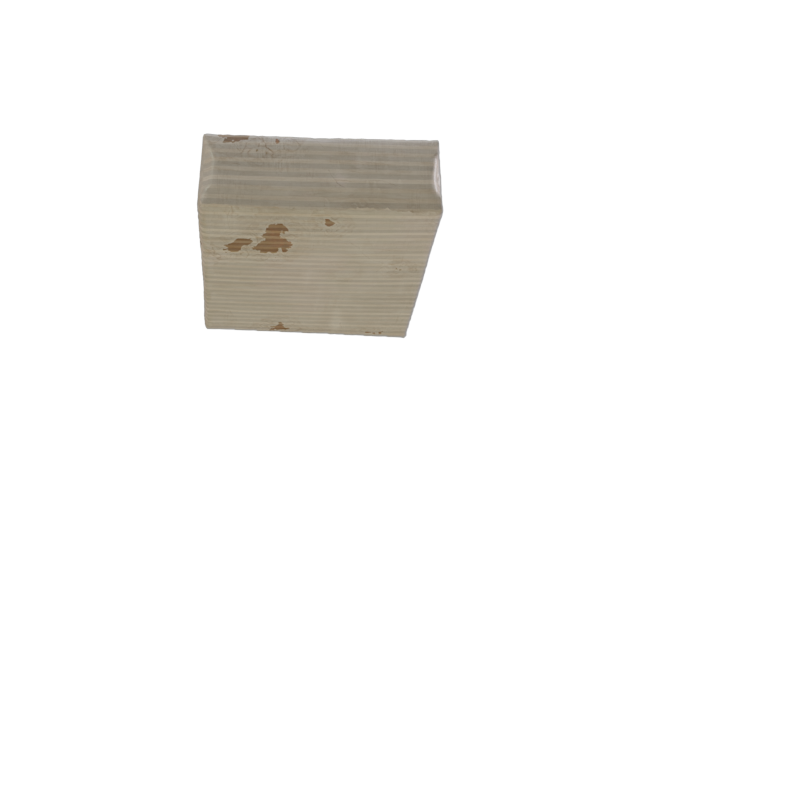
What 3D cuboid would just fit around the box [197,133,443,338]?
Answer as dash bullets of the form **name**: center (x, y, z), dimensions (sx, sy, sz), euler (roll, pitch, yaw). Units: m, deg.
- **box**: center (-0.029, -0.052, 0.368), dimensions (0.073, 0.032, 0.085), euler (2, -24, -5)
